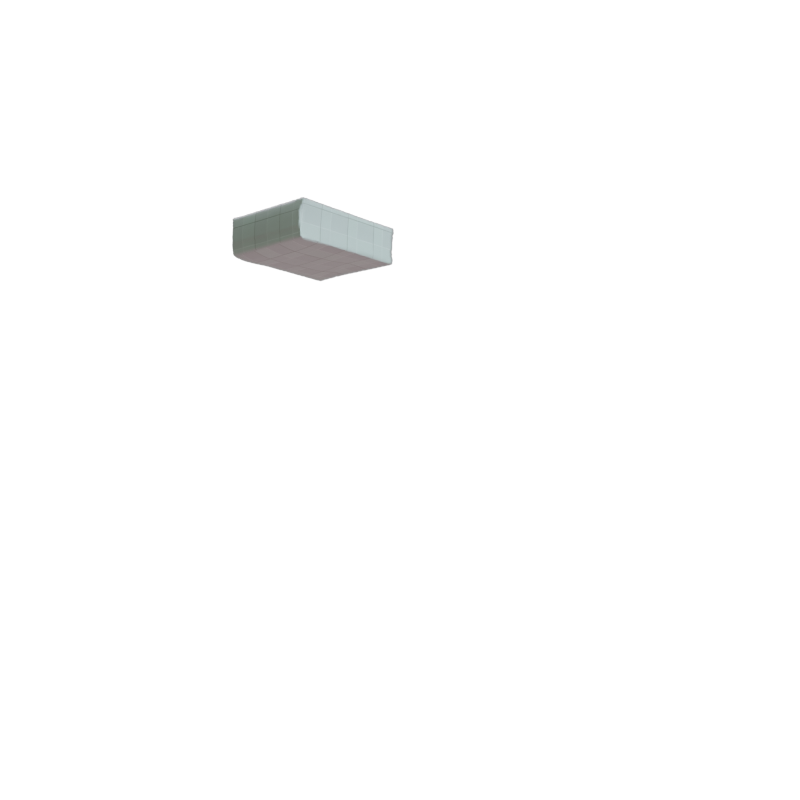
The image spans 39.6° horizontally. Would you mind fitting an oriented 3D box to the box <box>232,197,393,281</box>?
[{"bbox_3d":[-0.075,-0.137,0.956,0.092,0.040,0.107,-9,-13,43],"label":"box"}]
